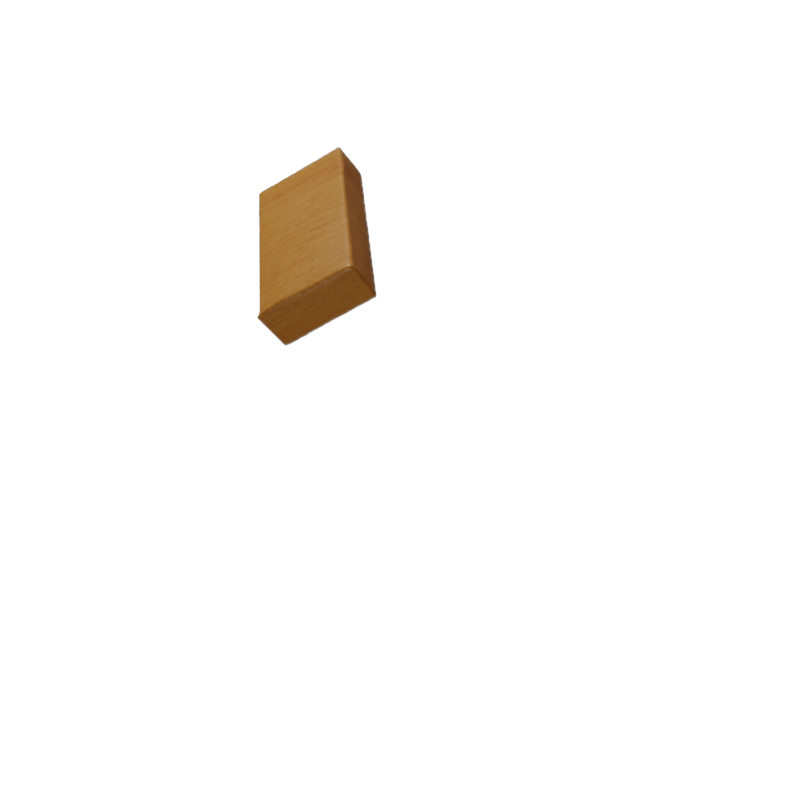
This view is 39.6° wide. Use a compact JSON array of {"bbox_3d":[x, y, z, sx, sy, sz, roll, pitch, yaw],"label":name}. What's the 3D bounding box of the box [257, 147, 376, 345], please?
[{"bbox_3d":[-0.074,-0.135,0.949,0.093,0.189,0.045,-27,-53,18],"label":"box"}]
